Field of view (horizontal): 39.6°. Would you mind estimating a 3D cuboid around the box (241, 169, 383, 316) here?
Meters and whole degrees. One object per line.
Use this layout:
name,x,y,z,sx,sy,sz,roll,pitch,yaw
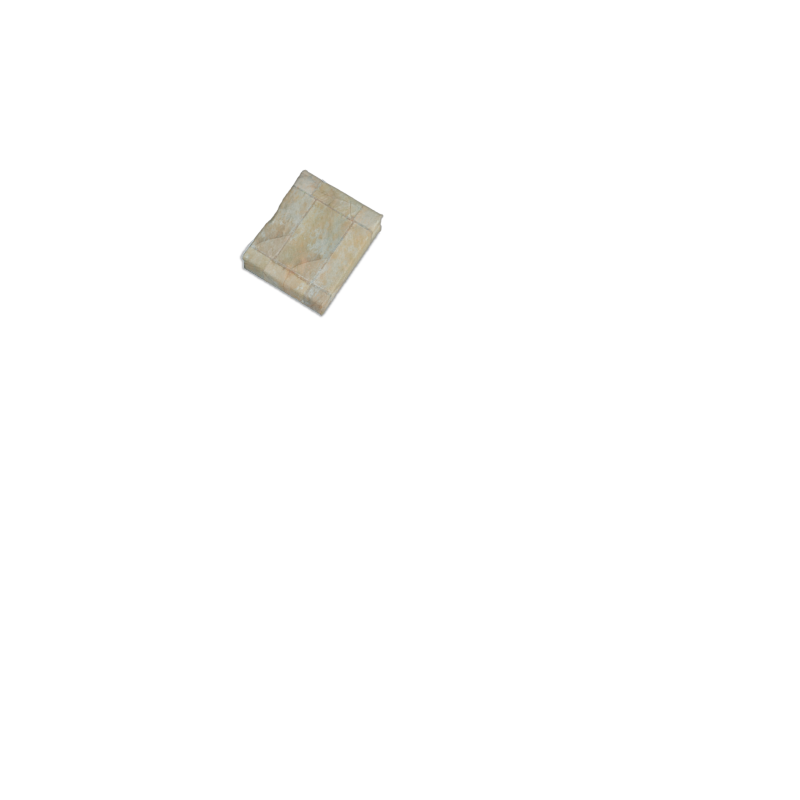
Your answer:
box,-0.066,-0.120,0.841,0.075,0.091,0.029,31,-17,10
